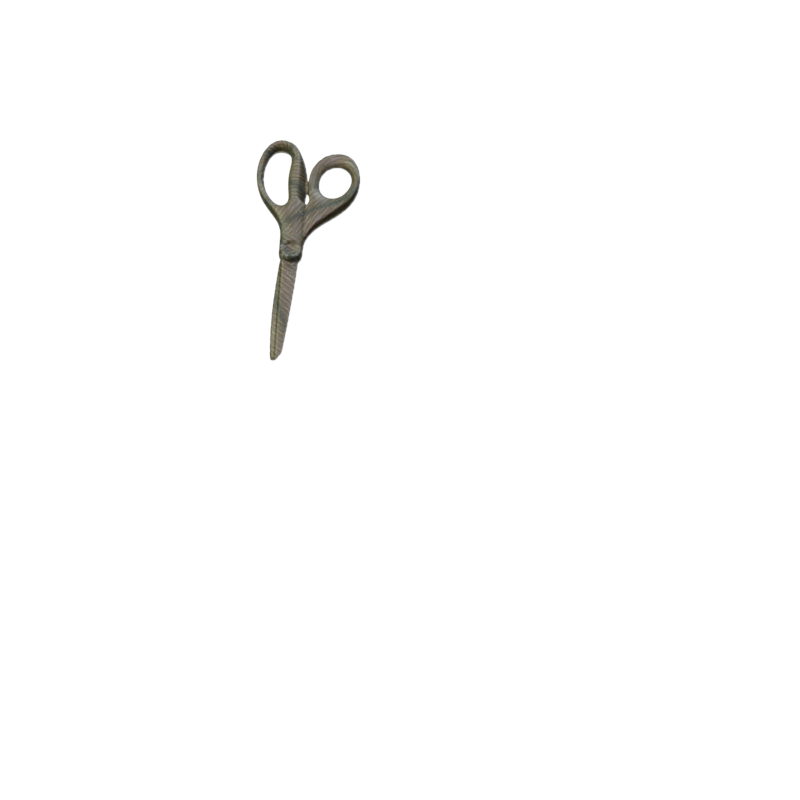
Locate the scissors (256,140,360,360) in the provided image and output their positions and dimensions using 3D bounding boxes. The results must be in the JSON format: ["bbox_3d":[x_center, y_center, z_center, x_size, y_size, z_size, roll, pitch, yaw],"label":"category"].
[{"bbox_3d":[-0.071,-0.129,0.907,0.096,0.215,0.015,-9,-28,-5],"label":"scissors"}]
